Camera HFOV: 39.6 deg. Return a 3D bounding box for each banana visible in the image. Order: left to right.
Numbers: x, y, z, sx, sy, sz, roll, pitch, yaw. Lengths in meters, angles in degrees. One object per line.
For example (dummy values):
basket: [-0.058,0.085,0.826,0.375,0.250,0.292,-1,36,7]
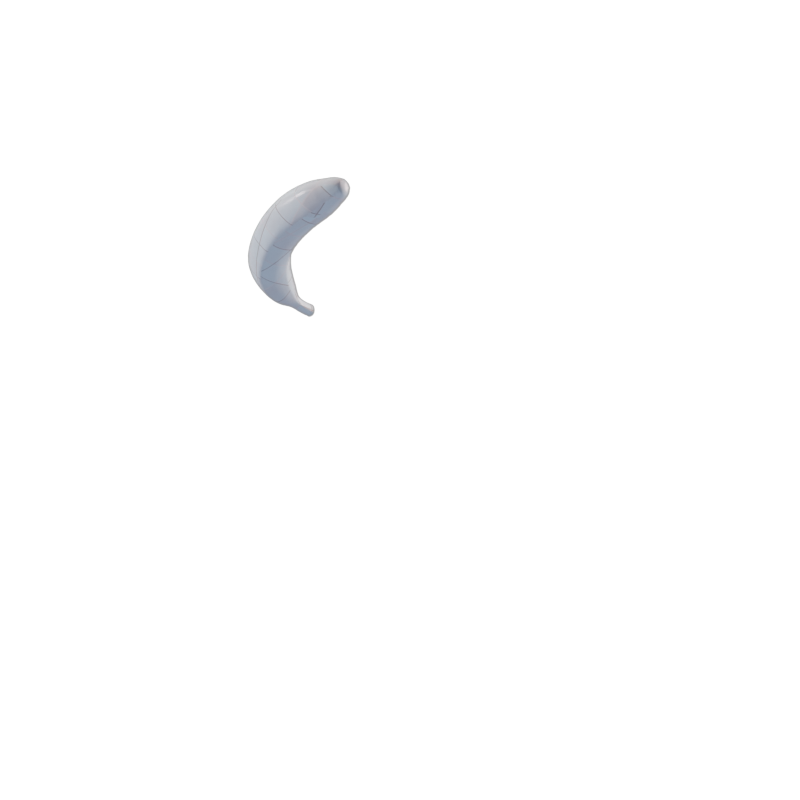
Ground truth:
banana: [-0.093,-0.135,0.947,0.069,0.039,0.188,5,-27,-11]
